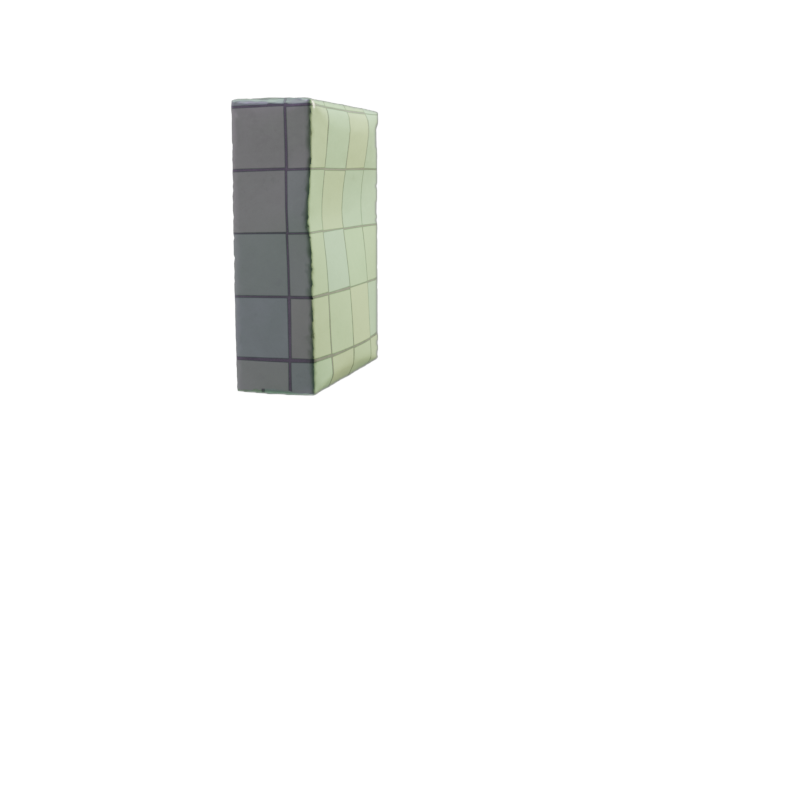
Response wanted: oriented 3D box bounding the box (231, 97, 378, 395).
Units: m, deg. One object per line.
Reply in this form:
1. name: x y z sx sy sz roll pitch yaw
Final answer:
1. box: -0.068 -0.124 0.865 0.074 0.212 0.162 1 6 16
